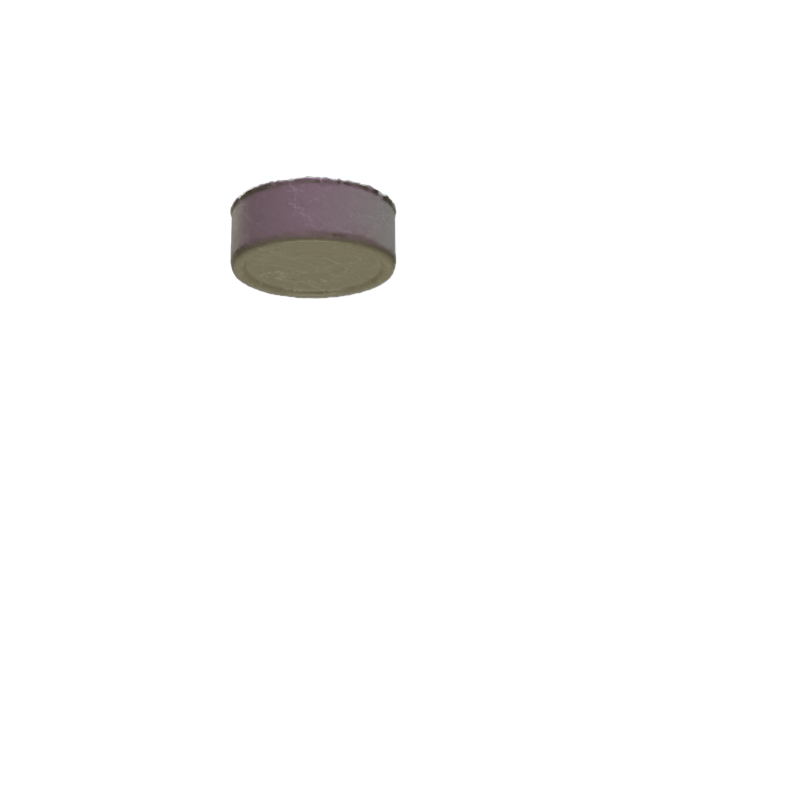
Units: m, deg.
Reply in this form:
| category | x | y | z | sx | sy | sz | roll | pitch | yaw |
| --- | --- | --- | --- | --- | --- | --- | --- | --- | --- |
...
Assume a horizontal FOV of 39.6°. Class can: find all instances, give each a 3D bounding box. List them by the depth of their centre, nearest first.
| category | x | y | z | sx | sy | sz | roll | pitch | yaw |
| --- | --- | --- | --- | --- | --- | --- | --- | --- | --- |
| can | -0.044 | -0.081 | 0.568 | 0.086 | 0.035 | 0.082 | 0 | -16 | -2 |
